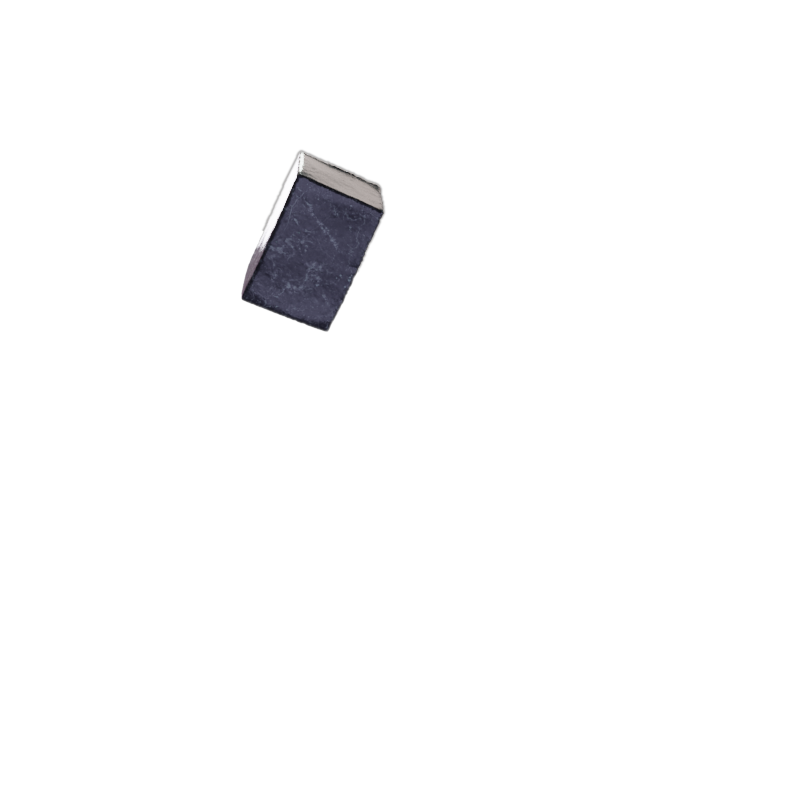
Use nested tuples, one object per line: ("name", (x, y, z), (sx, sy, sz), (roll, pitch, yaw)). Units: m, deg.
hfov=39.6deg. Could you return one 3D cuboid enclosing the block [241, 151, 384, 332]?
("block", (-0.048, -0.087, 0.613), (0.052, 0.076, 0.054), (24, 18, -11))
